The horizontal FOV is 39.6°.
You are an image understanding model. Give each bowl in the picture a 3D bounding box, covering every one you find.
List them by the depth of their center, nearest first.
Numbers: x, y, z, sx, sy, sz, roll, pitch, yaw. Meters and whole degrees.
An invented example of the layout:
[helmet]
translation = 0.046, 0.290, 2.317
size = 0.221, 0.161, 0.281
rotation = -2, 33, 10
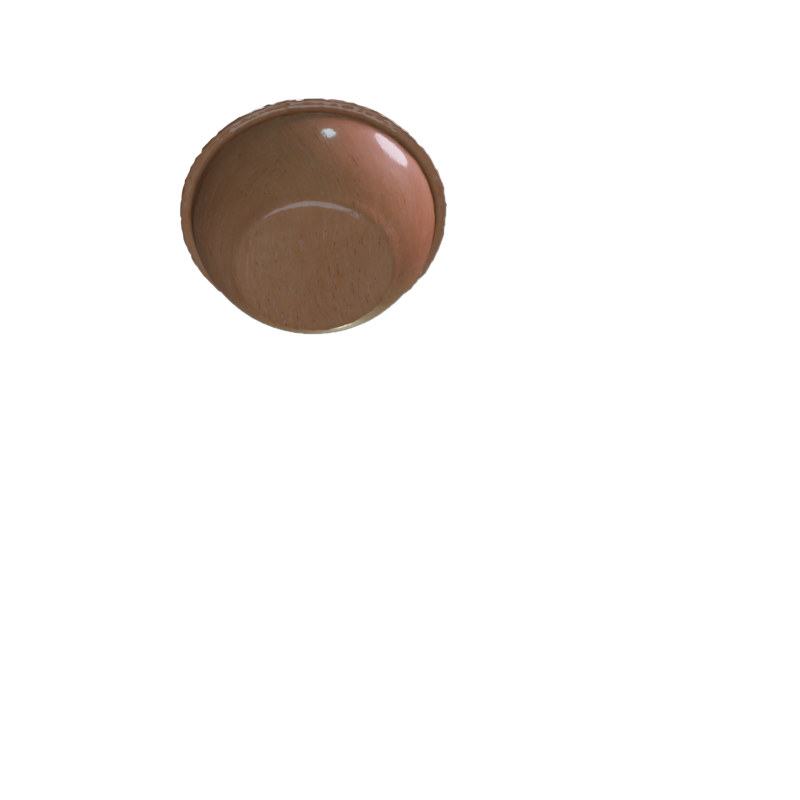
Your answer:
[bowl]
translation = -0.051, -0.093, 0.651
size = 0.162, 0.152, 0.059
rotation = 1, 37, -1
